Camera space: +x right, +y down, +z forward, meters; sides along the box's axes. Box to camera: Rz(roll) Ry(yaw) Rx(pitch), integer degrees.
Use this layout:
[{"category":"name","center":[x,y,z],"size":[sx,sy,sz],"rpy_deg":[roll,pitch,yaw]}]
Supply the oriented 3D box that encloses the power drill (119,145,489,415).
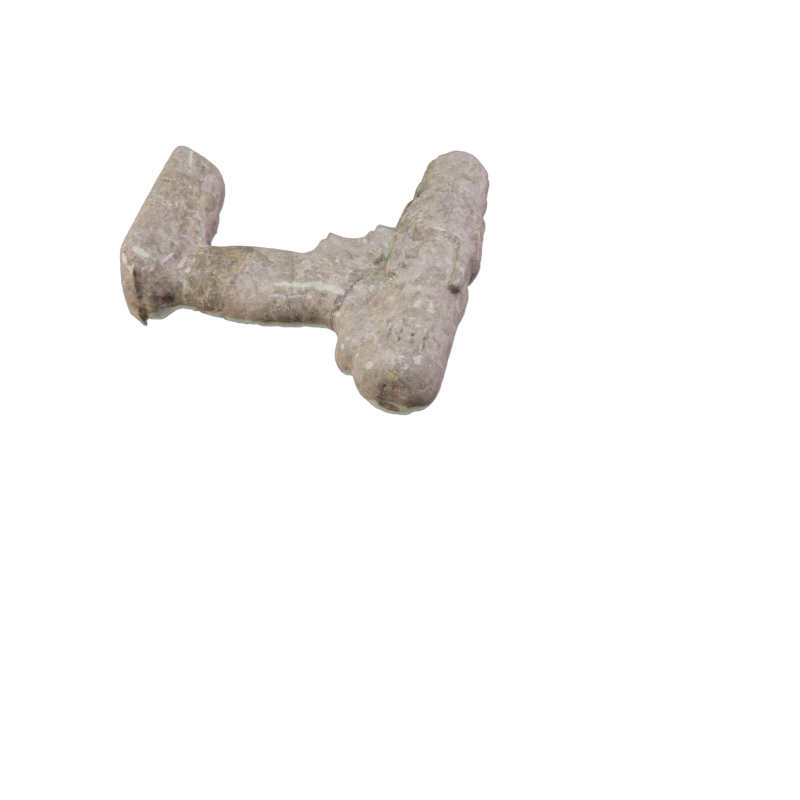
[{"category":"power drill","center":[-0.049,-0.089,0.625],"size":[0.191,0.194,0.053],"rpy_deg":[11,-41,9]}]
